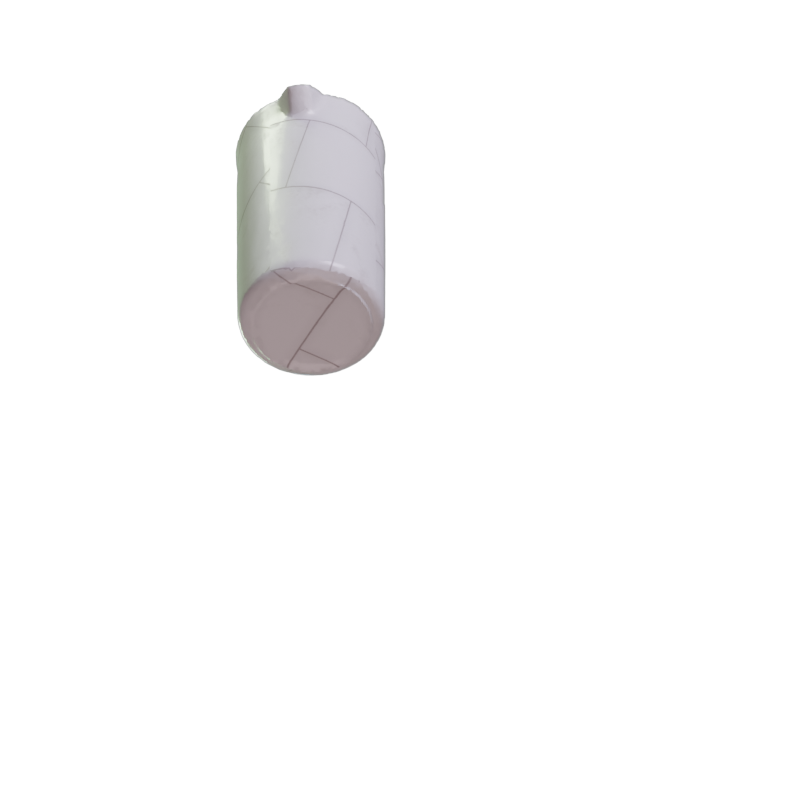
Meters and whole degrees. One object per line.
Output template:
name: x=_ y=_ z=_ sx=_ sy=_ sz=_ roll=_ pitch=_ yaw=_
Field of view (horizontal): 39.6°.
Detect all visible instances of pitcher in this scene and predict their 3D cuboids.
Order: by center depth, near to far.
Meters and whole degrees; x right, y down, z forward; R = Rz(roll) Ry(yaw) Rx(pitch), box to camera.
pitcher: x=-0.071 y=-0.129 z=0.903 sx=0.141 sy=0.261 sz=0.142 roll=32 pitch=-58 yaw=-27
